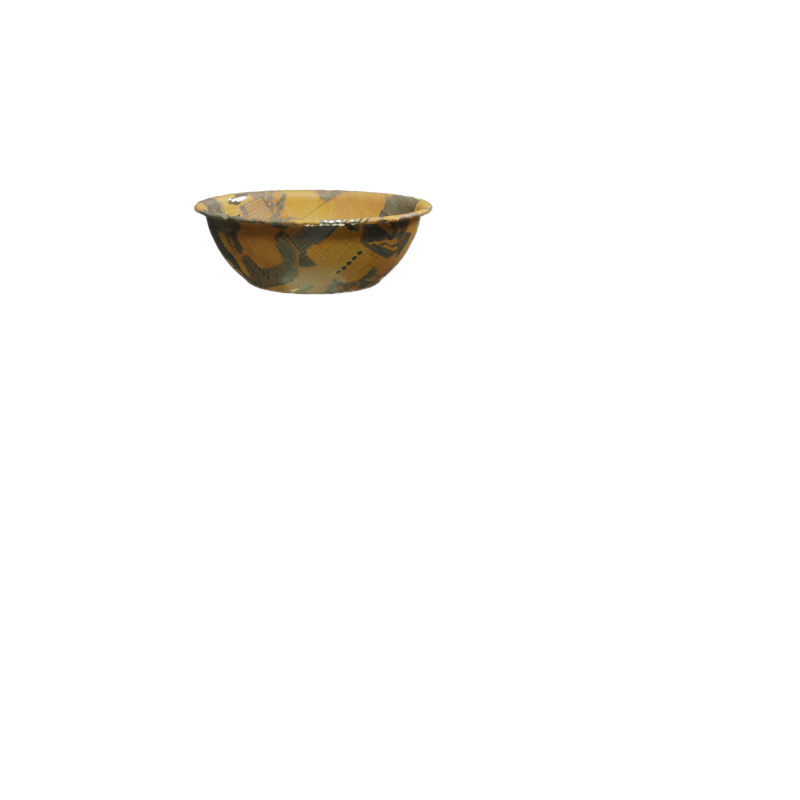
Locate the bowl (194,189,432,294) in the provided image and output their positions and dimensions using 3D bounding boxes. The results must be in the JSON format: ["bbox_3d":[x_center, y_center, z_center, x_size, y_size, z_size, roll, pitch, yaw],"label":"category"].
[{"bbox_3d":[-0.059,-0.108,0.759,0.162,0.053,0.168,-1,17,-2],"label":"bowl"}]
